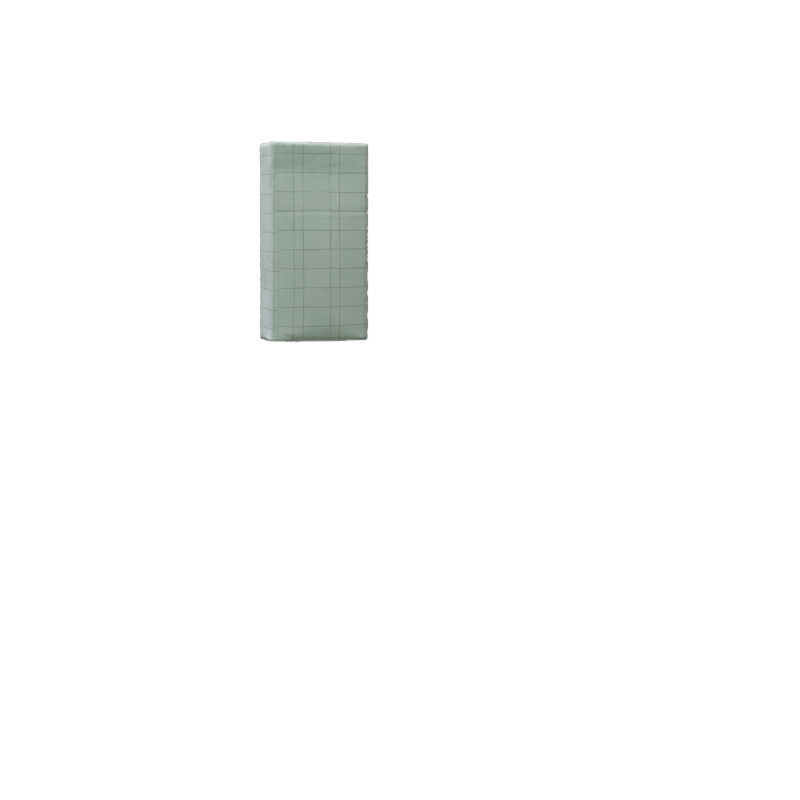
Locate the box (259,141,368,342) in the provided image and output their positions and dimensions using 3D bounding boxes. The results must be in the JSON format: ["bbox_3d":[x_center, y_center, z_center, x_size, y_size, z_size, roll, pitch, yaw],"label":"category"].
[{"bbox_3d":[-0.077,-0.141,0.989,0.091,0.176,0.049,0,0,-20],"label":"box"}]
